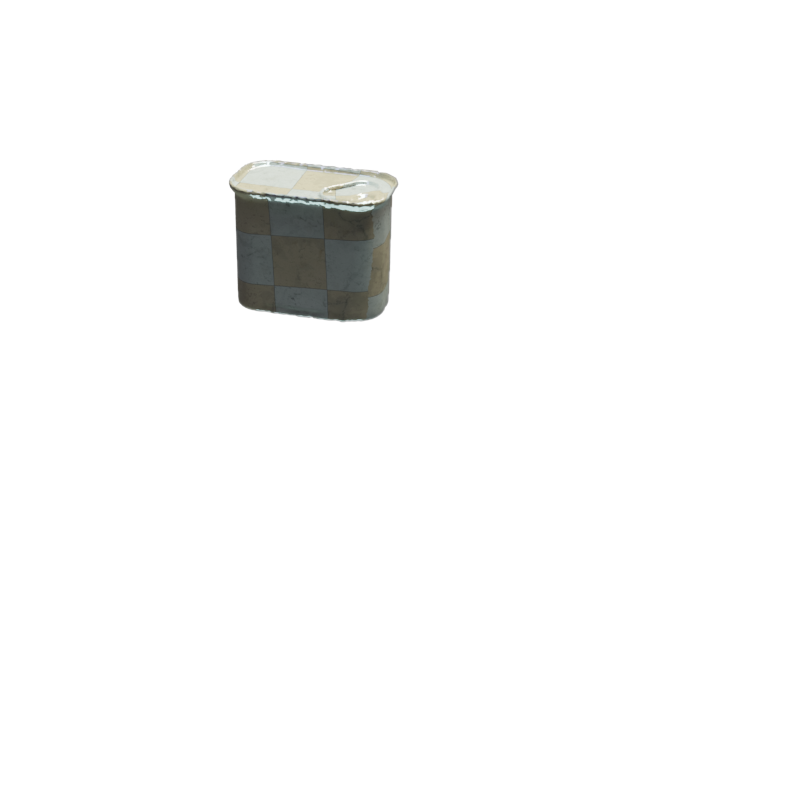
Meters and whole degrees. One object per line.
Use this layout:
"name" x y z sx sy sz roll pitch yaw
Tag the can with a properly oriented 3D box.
"can" -0.055 -0.100 0.701 0.104 0.079 0.059 8 28 14
